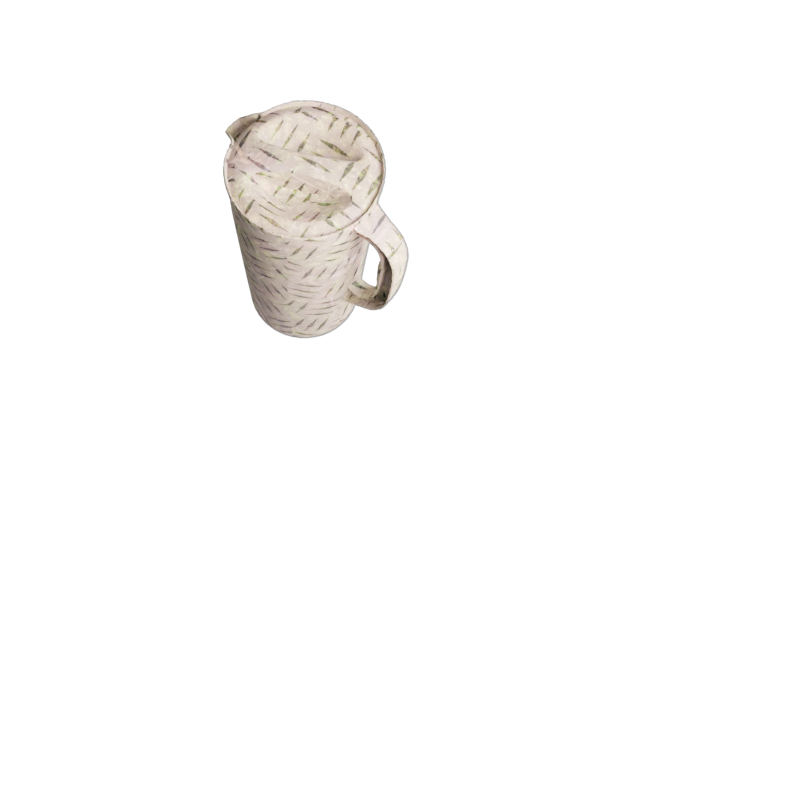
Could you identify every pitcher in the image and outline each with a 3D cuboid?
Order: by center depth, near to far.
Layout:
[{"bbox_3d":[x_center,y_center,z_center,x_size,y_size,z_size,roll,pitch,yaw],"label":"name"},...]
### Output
[{"bbox_3d":[-0.078,-0.142,0.997,0.144,0.158,0.230,-5,-23,-5],"label":"pitcher"}]
